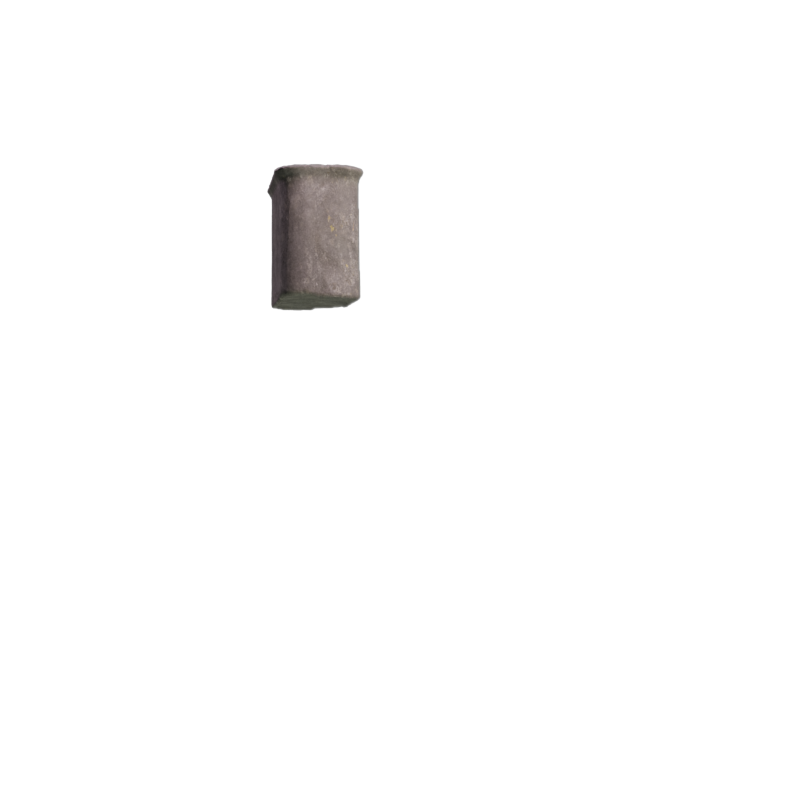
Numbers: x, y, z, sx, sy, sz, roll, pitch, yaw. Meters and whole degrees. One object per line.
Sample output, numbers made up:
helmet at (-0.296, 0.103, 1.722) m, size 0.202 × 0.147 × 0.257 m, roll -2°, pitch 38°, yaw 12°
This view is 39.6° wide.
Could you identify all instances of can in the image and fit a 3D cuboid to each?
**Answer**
can at (-0.057, -0.105, 0.735) m, size 0.057 × 0.085 × 0.102 m, roll 1°, pitch -4°, yaw -10°
